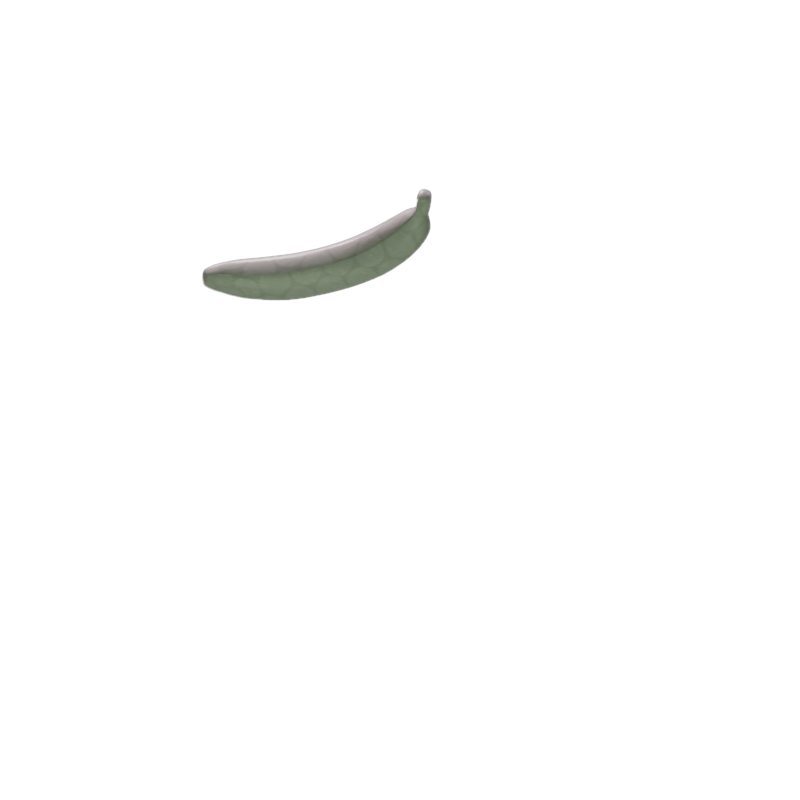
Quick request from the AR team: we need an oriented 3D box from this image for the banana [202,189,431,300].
[{"bbox_3d":[-0.056,-0.113,0.865,0.199,0.039,0.064,-19,-47,18],"label":"banana"}]
